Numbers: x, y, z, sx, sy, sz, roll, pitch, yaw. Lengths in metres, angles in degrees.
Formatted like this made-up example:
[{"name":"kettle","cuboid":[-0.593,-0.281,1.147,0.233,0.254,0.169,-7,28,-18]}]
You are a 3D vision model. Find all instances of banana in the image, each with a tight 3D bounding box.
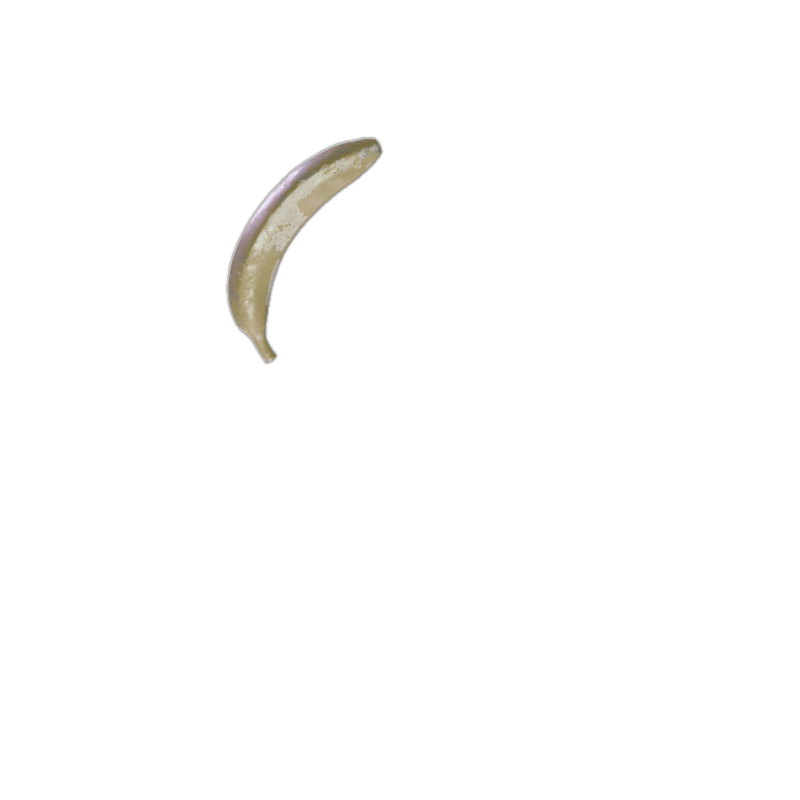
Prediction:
[{"name":"banana","cuboid":[-0.087,-0.131,0.885,0.069,0.196,0.037,27,7,-5]}]
